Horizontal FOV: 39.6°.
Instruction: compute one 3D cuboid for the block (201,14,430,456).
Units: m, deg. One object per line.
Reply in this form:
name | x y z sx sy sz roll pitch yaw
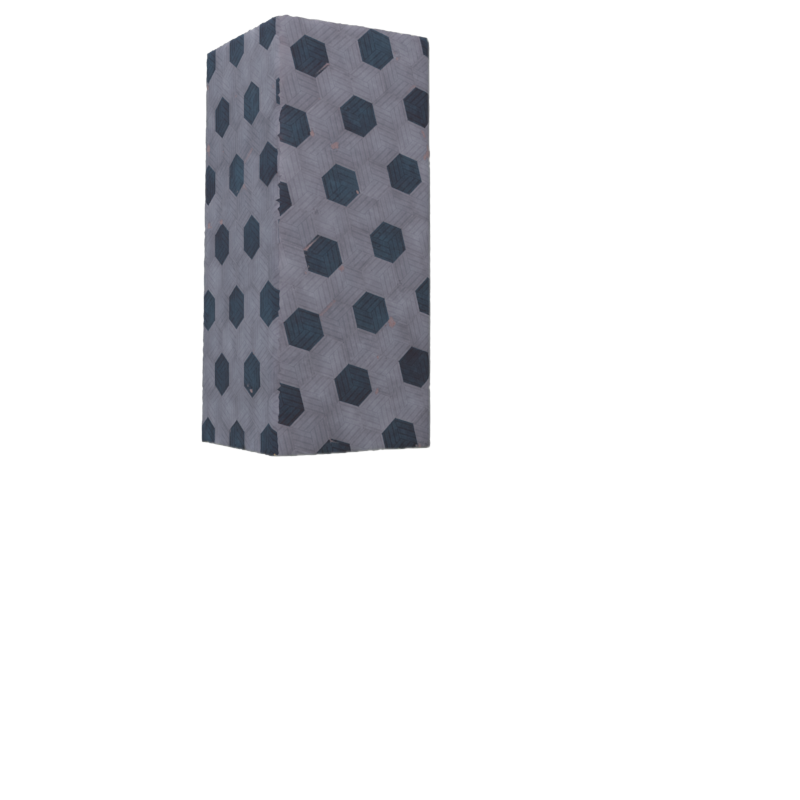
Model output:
block | -0.044 -0.081 0.570 0.087 0.208 0.093 2 -4 -32
